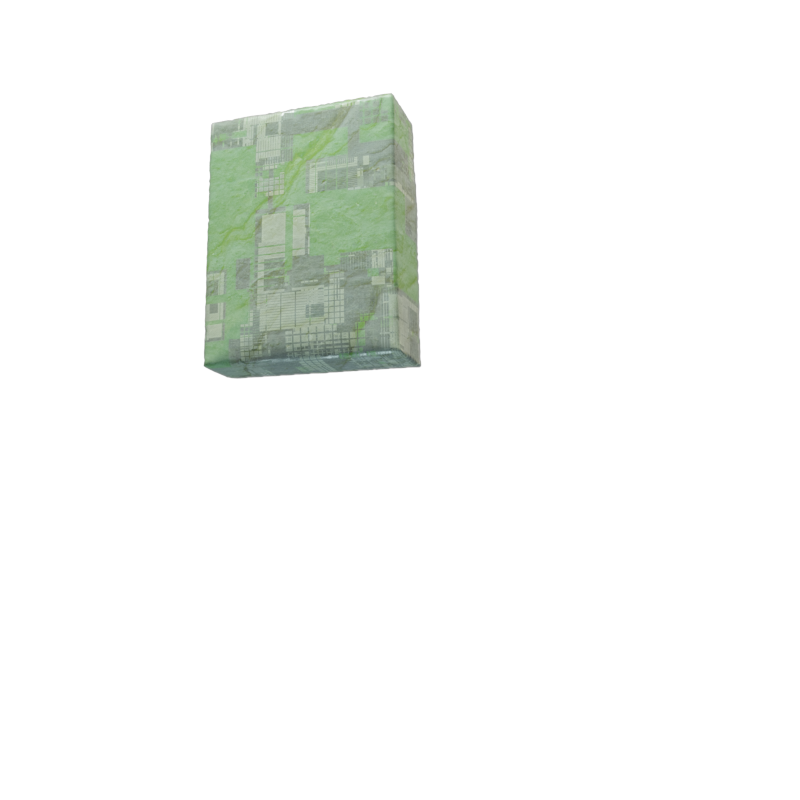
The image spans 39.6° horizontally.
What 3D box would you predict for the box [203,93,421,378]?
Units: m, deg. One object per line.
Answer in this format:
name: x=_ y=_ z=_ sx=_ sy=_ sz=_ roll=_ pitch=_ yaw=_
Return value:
box: x=-0.071 y=-0.130 z=0.907 sx=0.167 sy=0.223 sz=0.068 roll=-6 pitch=-18 yaw=18
